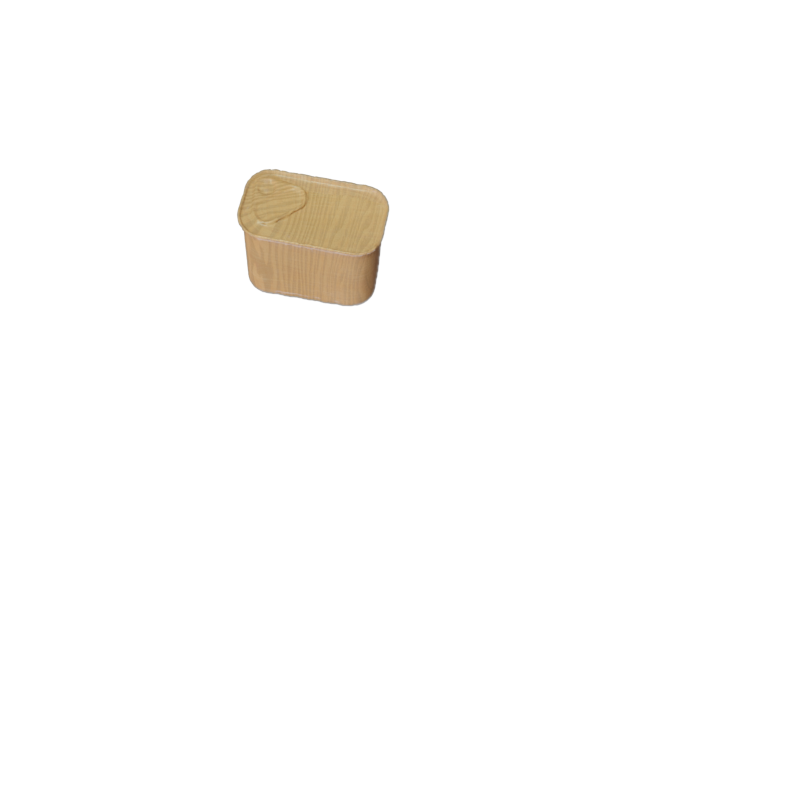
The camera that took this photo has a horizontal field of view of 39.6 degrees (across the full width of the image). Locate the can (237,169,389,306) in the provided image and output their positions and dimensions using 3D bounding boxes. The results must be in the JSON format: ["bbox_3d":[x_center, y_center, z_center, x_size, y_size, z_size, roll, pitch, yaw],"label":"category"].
[{"bbox_3d":[-0.062,-0.113,0.794,0.103,0.060,0.079,11,-27,4],"label":"can"}]
